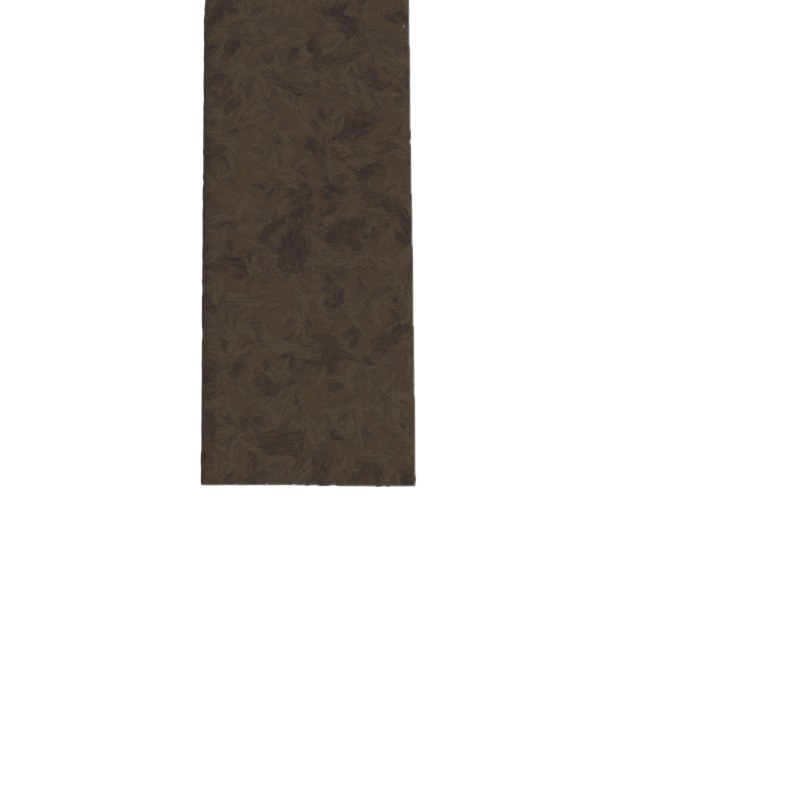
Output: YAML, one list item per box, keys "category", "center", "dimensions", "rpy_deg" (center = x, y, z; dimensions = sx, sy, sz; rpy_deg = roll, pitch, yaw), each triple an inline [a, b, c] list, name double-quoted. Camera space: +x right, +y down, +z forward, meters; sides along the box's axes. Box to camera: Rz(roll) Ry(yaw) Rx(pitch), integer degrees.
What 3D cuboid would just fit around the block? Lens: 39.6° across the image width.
- category: "block"
  center: [-0.040, -0.071, 0.497]
  dimensions: [0.090, 0.209, 0.089]
  rpy_deg: [0, -5, 1]
